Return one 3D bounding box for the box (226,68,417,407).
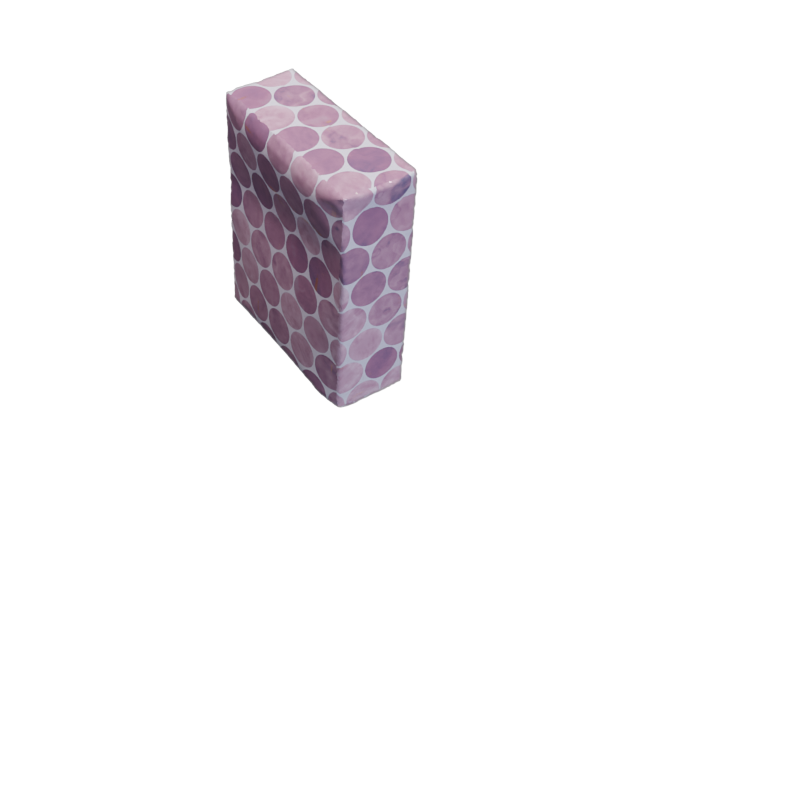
[{"bbox_3d":[-0.068,-0.124,0.866,0.071,0.199,0.177,-24,50,-26],"label":"box"}]
